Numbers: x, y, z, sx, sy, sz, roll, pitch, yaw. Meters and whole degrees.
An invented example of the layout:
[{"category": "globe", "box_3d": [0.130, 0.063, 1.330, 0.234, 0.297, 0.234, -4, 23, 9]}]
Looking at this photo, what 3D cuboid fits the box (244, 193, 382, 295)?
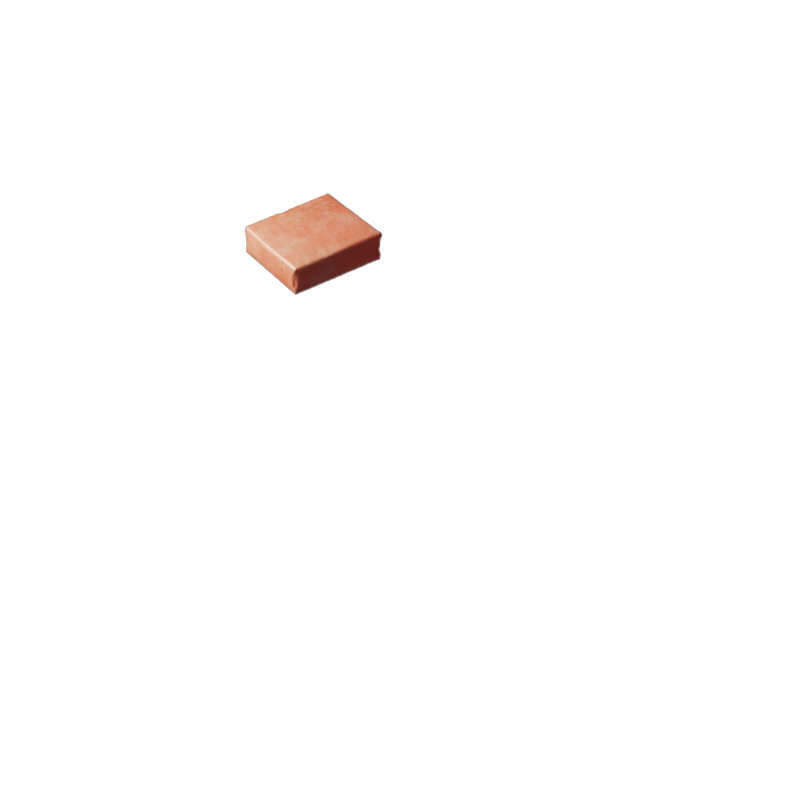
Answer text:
[{"category": "box", "box_3d": [-0.071, -0.130, 0.908, 0.089, 0.028, 0.079, -26, 47, -28]}]
